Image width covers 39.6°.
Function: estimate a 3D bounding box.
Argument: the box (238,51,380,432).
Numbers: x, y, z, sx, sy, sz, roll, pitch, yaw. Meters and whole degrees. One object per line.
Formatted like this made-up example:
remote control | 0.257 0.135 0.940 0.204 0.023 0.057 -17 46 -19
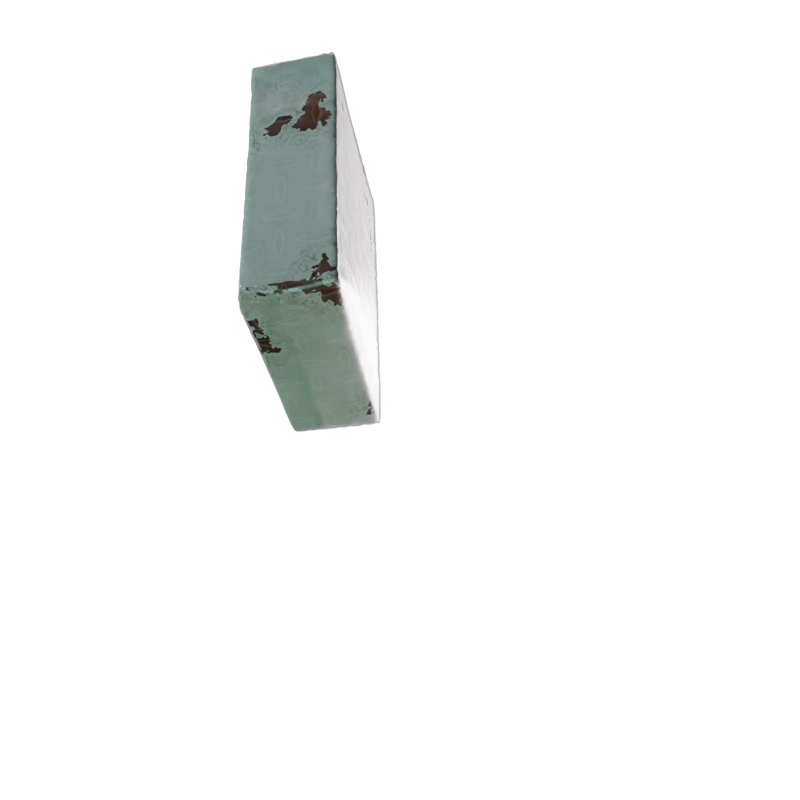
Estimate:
box | -0.062 -0.112 0.786 0.072 0.229 0.152 -8 -38 6
